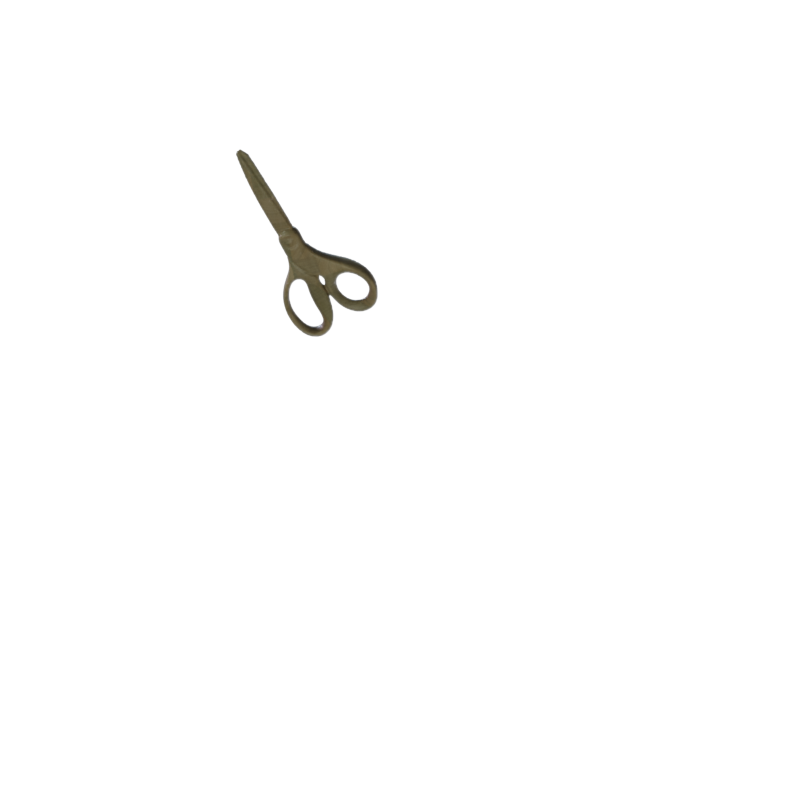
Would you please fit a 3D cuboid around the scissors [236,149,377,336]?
[{"bbox_3d":[-0.077,-0.140,0.980,0.097,0.188,0.017,-7,35,5],"label":"scissors"}]
